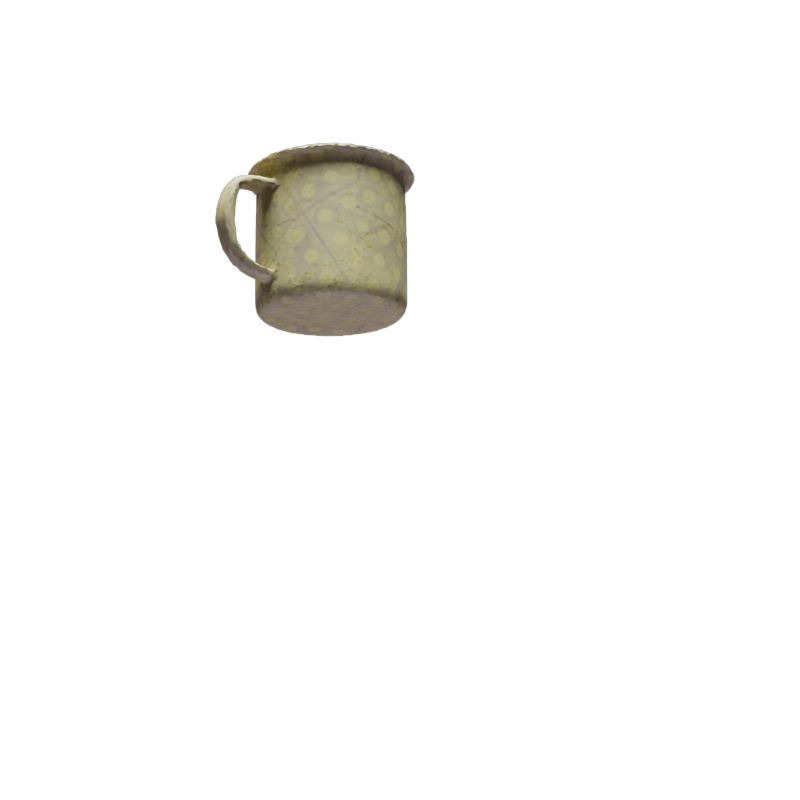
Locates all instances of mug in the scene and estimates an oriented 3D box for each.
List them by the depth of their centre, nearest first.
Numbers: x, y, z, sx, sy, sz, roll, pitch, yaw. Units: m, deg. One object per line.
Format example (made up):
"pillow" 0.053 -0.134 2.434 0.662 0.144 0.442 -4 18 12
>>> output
"mug" -0.047 -0.085 0.596 0.111 0.085 0.094 12 -21 -38
